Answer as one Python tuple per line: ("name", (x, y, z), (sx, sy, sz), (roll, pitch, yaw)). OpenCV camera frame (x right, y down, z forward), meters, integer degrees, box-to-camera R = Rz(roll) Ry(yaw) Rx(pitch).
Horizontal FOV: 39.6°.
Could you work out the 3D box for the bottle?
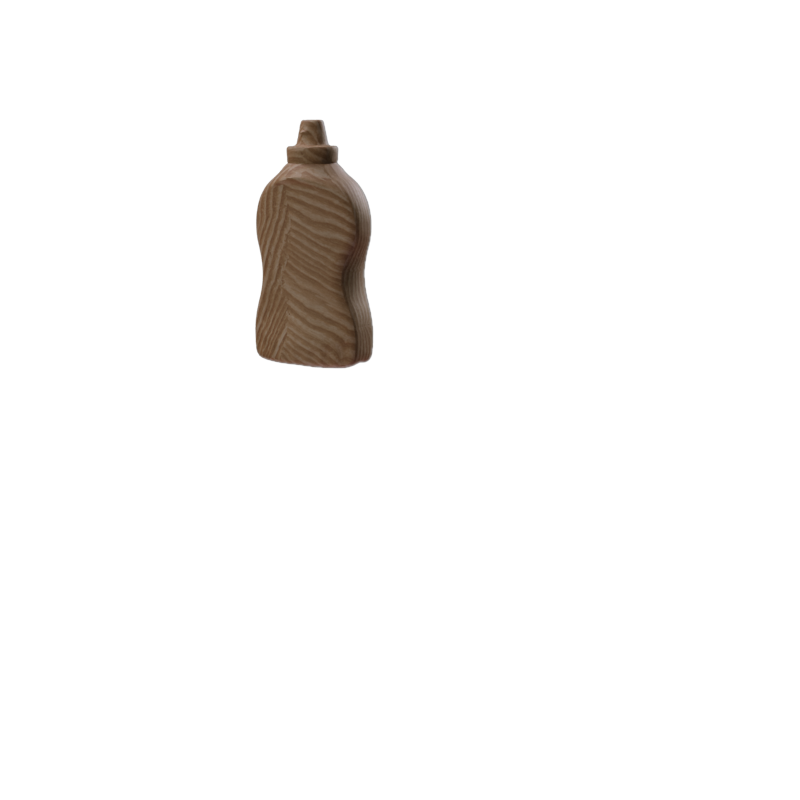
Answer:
("bottle", (-0.069, -0.125, 0.877), (0.100, 0.189, 0.057), (5, 7, 33))
